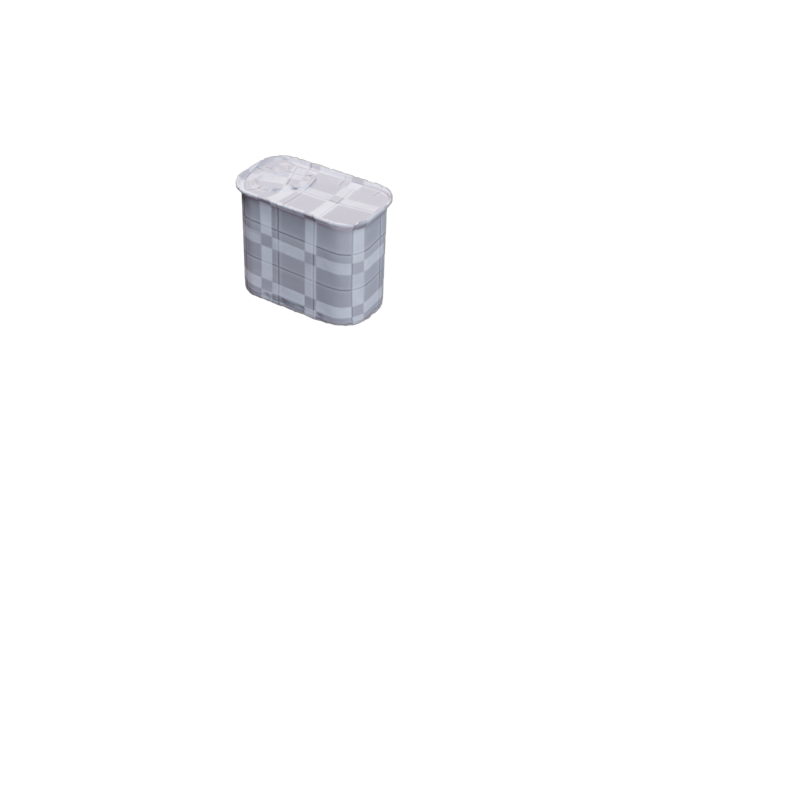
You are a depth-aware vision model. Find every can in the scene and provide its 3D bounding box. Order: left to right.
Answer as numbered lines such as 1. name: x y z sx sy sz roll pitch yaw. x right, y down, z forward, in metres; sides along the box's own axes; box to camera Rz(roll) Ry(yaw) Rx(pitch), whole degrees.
1. can: -0.058 -0.105 0.736 0.107 0.078 0.058 22 41 26
